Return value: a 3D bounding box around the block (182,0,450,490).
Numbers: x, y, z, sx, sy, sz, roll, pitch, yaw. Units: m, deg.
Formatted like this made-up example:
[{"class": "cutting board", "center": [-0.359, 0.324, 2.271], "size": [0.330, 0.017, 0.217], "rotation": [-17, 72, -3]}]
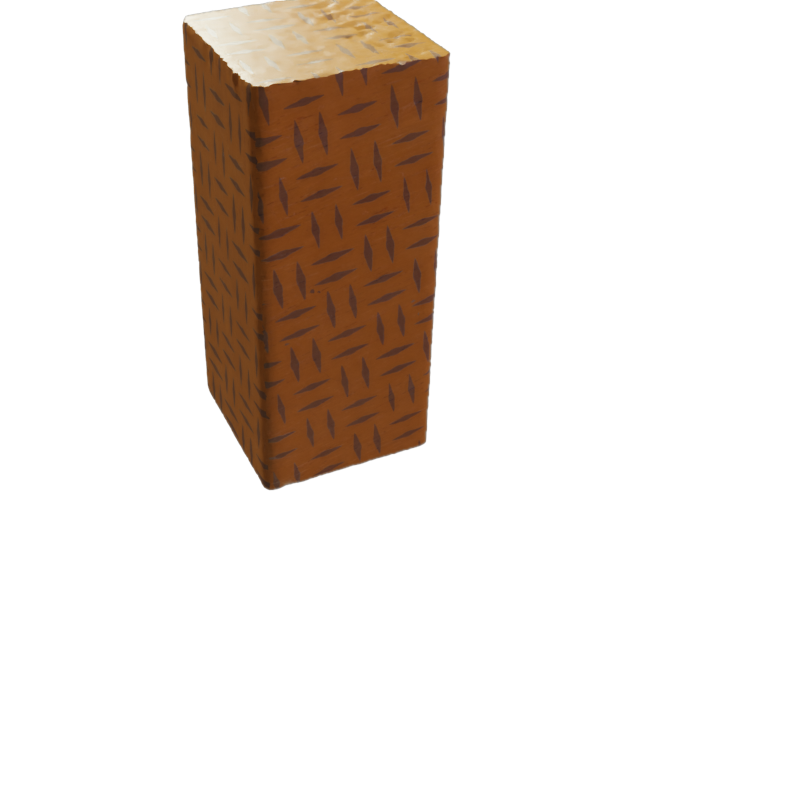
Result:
[{"class": "block", "center": [-0.041, -0.074, 0.519], "size": [0.089, 0.193, 0.098], "rotation": [-14, 37, -22]}]
